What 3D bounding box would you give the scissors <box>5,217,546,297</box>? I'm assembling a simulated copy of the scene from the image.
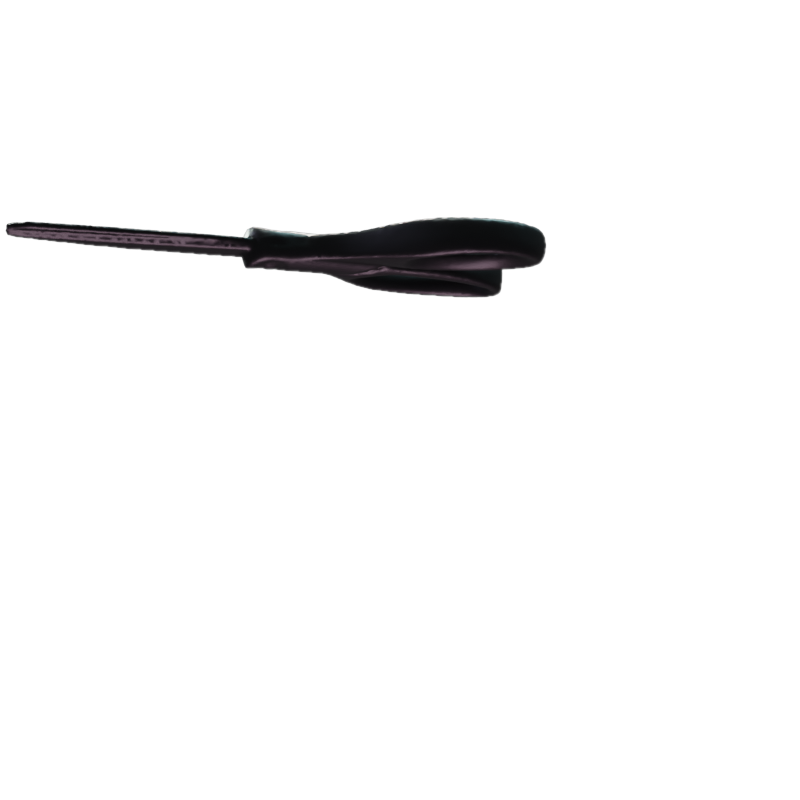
[{"bbox_3d":[-0.032,-0.059,0.410,0.193,0.016,0.098,4,-8,-34],"label":"scissors"}]
